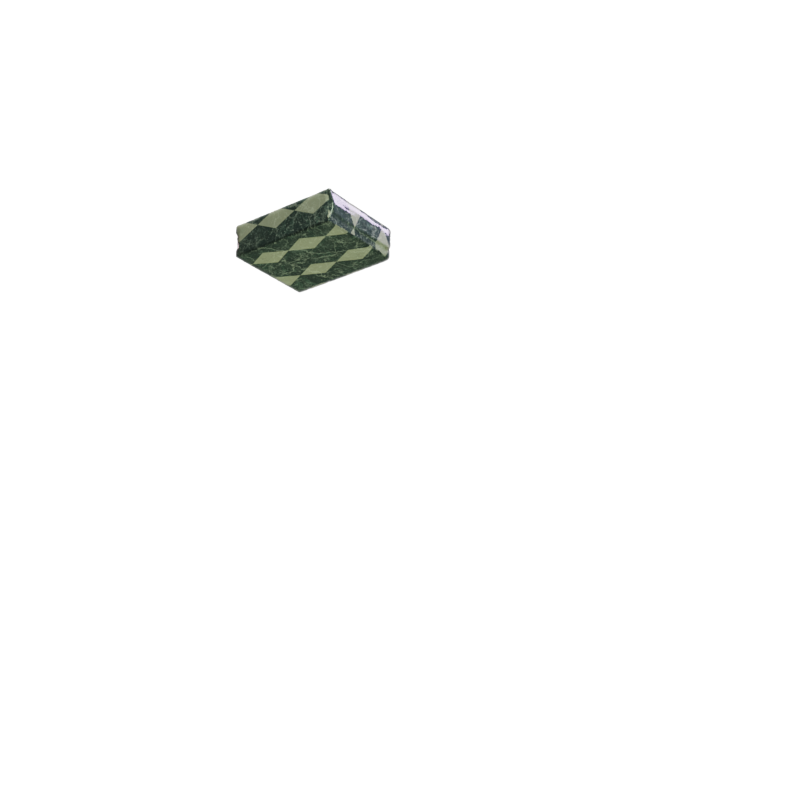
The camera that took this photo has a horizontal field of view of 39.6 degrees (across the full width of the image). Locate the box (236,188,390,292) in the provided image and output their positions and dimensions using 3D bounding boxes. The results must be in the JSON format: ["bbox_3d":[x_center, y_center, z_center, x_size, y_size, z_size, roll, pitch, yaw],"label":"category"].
[{"bbox_3d":[-0.063,-0.115,0.806,0.090,0.032,0.068,-17,-29,33],"label":"box"}]
